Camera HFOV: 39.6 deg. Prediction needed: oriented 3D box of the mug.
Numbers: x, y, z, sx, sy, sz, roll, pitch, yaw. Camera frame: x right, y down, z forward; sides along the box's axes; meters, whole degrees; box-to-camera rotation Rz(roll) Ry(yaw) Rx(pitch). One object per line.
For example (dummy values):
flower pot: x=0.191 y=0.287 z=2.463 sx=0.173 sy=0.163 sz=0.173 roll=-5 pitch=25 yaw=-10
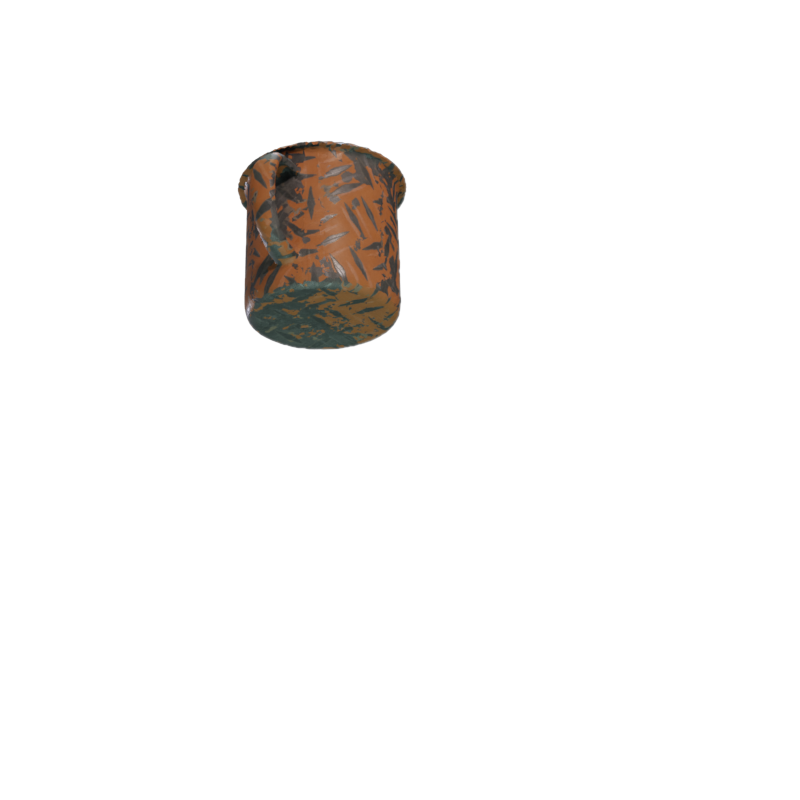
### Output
mug: x=-0.046 y=-0.083 z=0.583 sx=0.094 sy=0.087 sz=0.109 roll=-11 pitch=-28 yaw=18
